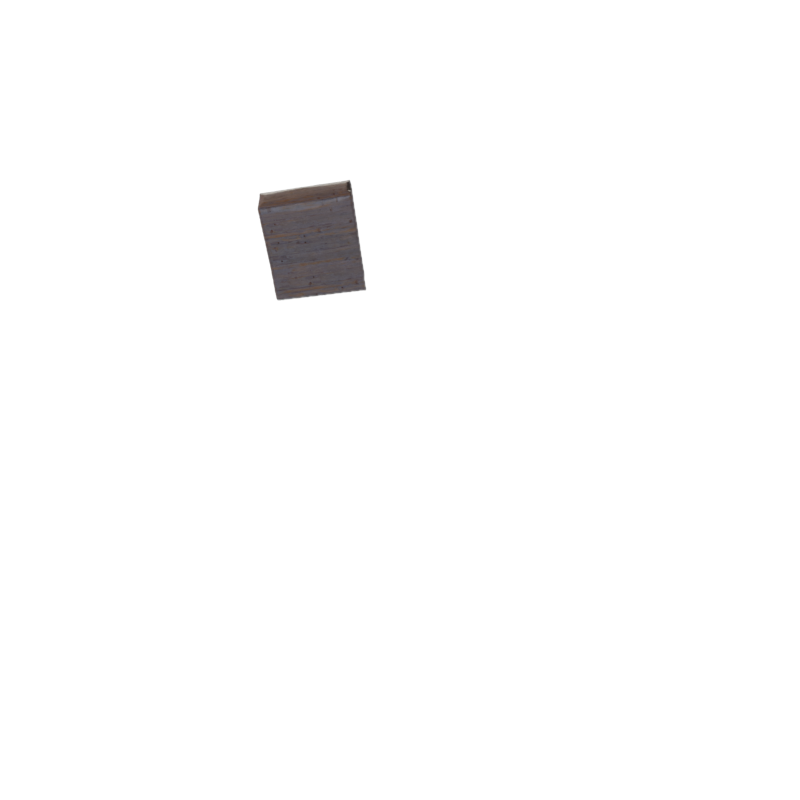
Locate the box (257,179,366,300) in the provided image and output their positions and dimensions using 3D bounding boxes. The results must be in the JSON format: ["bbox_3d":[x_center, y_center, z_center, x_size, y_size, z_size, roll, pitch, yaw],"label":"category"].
[{"bbox_3d":[-0.069,-0.125,0.877,0.073,0.083,0.032,-7,31,4],"label":"box"}]
